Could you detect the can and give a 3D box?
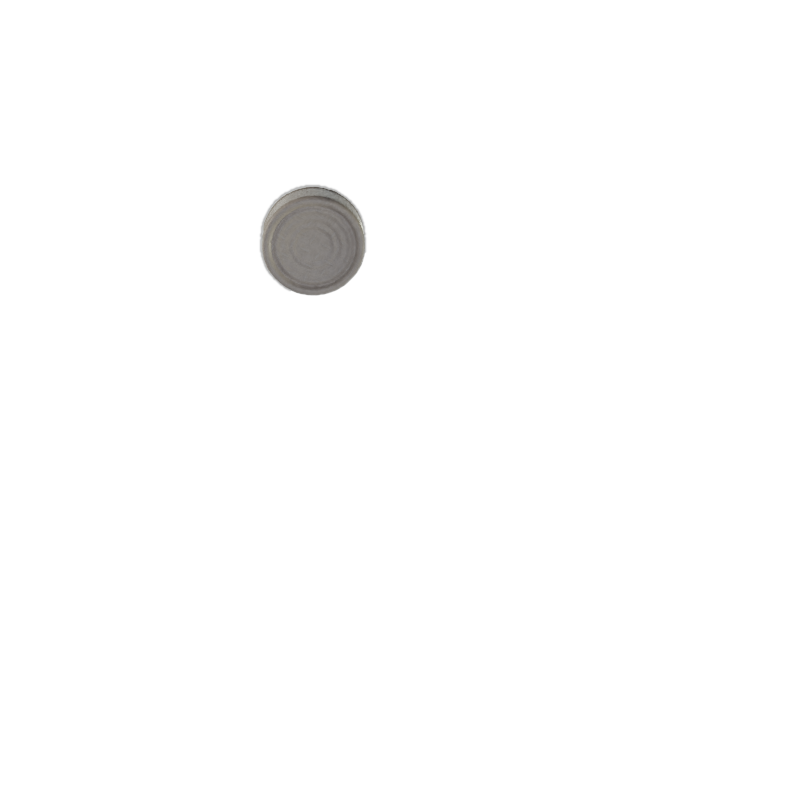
[{"bbox_3d":[-0.071,-0.130,0.908,0.086,0.082,0.035,0,18,-1],"label":"can"}]
